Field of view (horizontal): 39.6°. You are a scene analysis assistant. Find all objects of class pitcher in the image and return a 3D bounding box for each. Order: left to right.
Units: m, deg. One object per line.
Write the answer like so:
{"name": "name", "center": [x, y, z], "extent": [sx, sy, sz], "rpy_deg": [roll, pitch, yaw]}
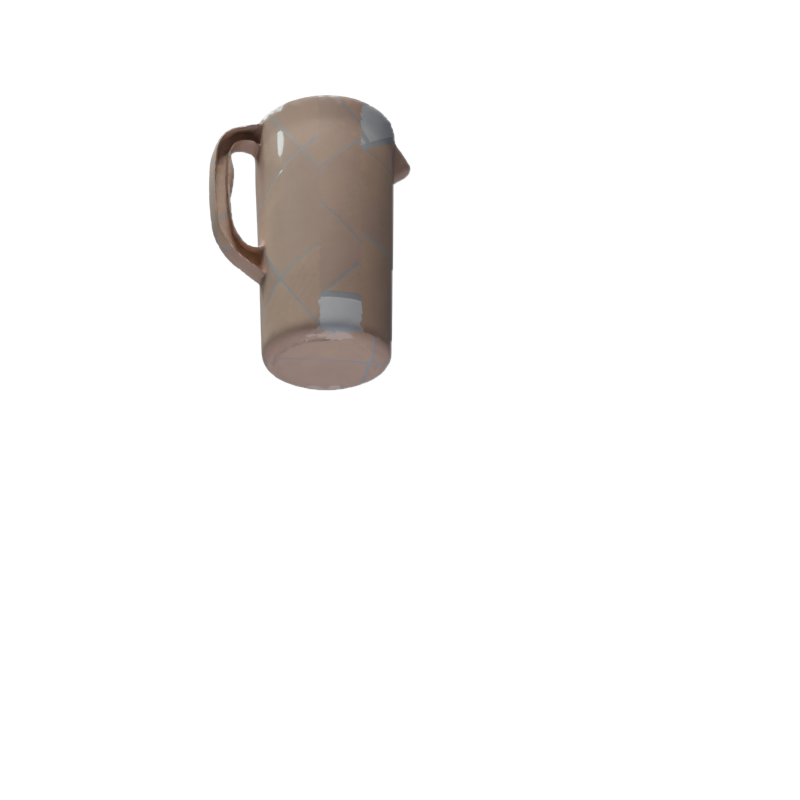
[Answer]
{"name": "pitcher", "center": [-0.076, -0.139, 0.973], "extent": [0.151, 0.259, 0.134], "rpy_deg": [-15, -33, 20]}
